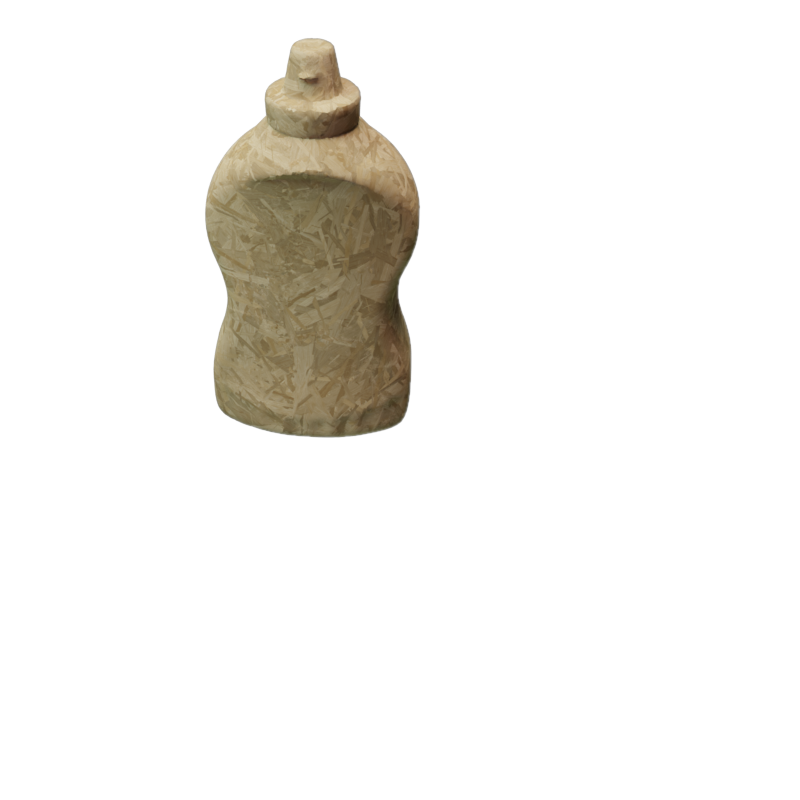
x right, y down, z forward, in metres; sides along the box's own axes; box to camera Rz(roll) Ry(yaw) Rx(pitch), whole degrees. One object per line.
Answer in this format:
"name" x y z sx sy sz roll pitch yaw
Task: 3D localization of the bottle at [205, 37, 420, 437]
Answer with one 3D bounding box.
"bottle" -0.040 -0.072 0.508 0.097 0.180 0.062 6 34 5
